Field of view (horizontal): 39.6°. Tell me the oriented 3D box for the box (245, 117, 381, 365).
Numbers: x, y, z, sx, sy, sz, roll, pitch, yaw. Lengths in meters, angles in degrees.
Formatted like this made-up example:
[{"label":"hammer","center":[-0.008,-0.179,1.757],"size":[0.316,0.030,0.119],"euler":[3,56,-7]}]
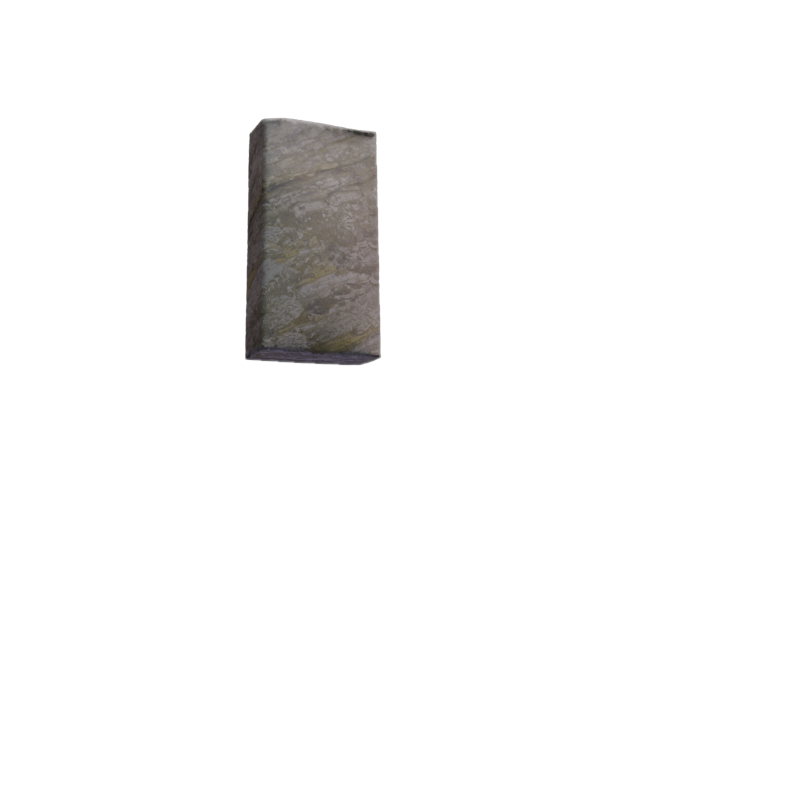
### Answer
[{"label":"box","center":[-0.064,-0.116,0.813],"size":[0.091,0.183,0.048],"euler":[4,-15,-21]}]
